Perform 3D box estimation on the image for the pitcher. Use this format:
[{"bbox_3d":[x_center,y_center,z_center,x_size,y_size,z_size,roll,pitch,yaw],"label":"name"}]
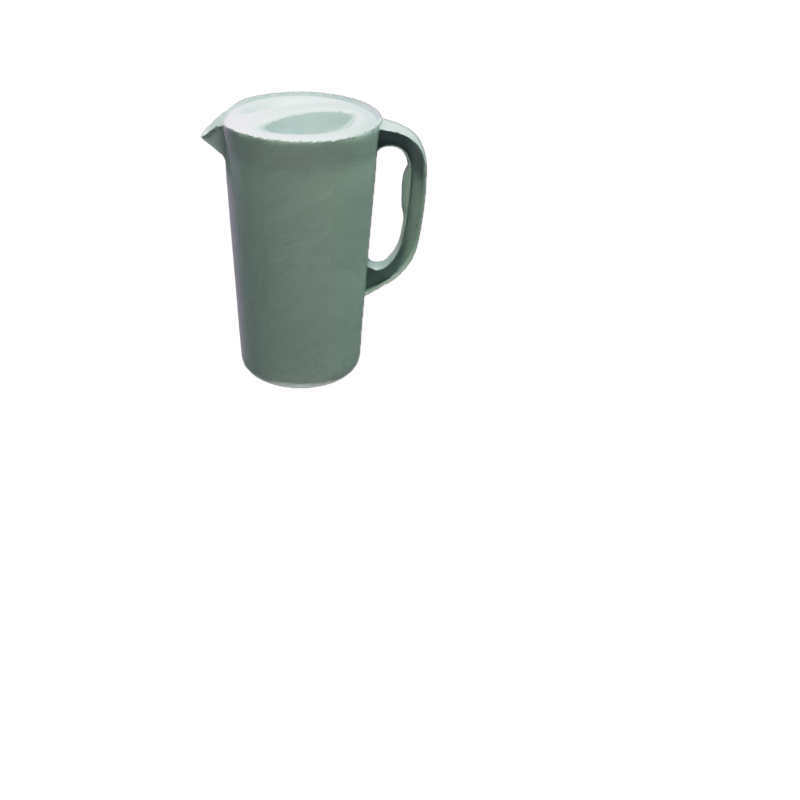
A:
[{"bbox_3d":[-0.075,-0.137,0.959,0.159,0.230,0.144,26,36,38],"label":"pitcher"}]
